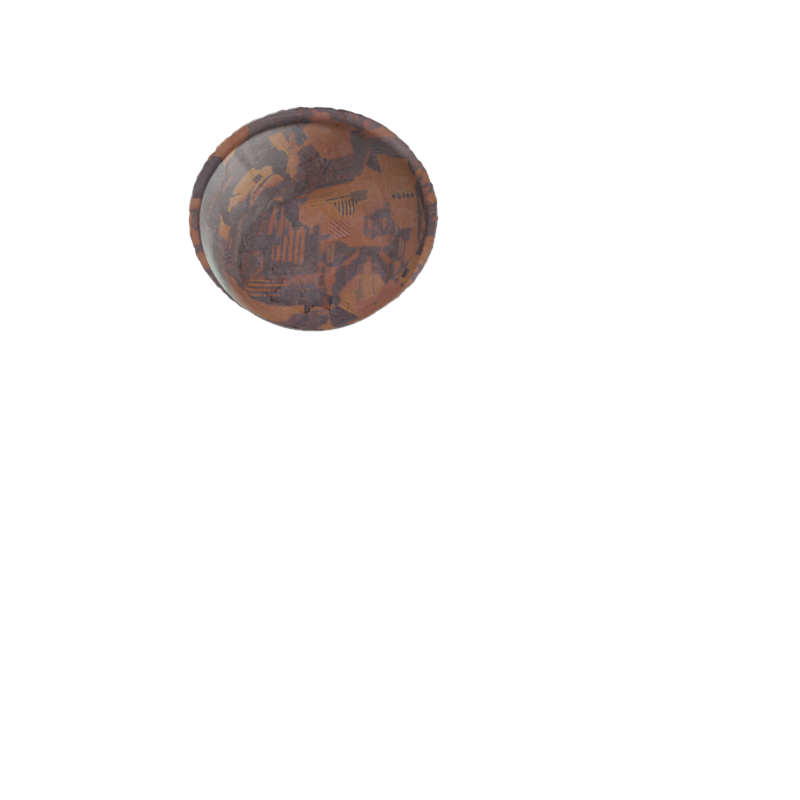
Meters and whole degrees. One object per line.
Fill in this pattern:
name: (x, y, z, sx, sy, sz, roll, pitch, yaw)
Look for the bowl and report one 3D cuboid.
bowl: (-0.055, -0.099, 0.696, 0.162, 0.152, 0.059, 1, 32, -1)
